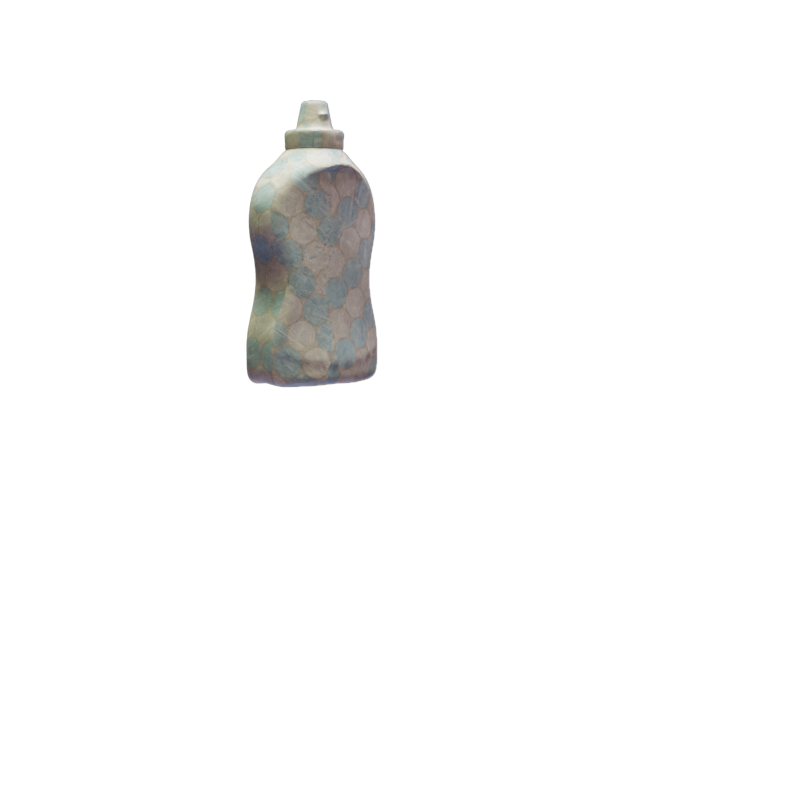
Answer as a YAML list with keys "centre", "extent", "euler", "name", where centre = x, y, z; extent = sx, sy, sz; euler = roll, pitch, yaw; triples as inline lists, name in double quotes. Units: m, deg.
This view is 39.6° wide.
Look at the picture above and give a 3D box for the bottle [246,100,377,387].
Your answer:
- centre: [-0.059, -0.108, 0.758]
  extent: [0.092, 0.192, 0.061]
  euler: [-1, 0, -40]
  name: "bottle"
